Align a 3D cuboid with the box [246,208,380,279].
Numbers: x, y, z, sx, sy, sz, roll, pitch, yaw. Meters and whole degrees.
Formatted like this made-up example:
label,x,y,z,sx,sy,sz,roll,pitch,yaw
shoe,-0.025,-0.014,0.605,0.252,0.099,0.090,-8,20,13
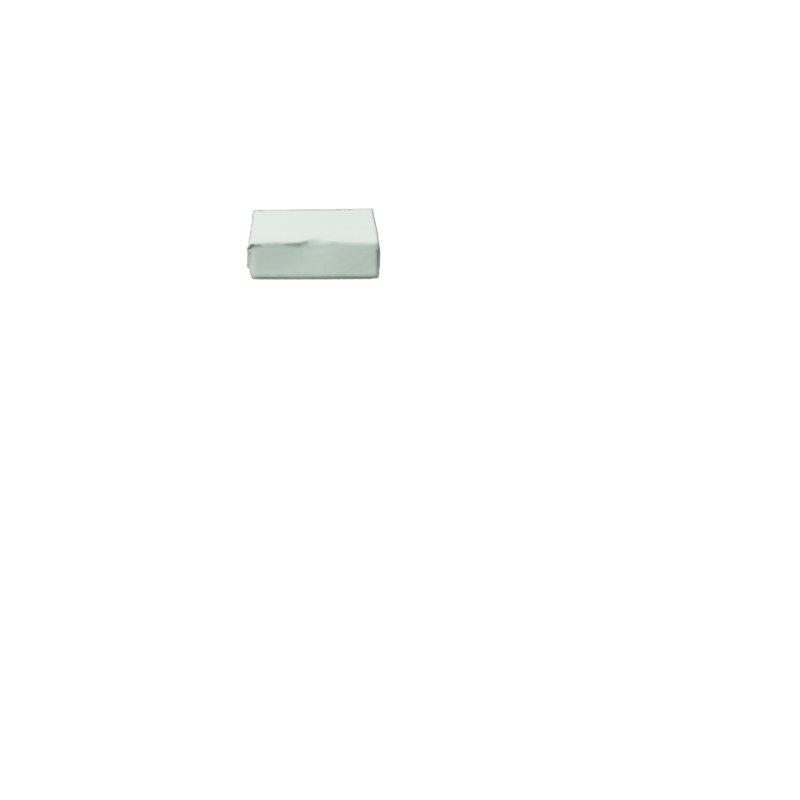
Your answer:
label,x,y,z,sx,sy,sz,roll,pitch,yaw
box,-0.060,-0.110,0.771,0.089,0.029,0.077,-1,25,-2
